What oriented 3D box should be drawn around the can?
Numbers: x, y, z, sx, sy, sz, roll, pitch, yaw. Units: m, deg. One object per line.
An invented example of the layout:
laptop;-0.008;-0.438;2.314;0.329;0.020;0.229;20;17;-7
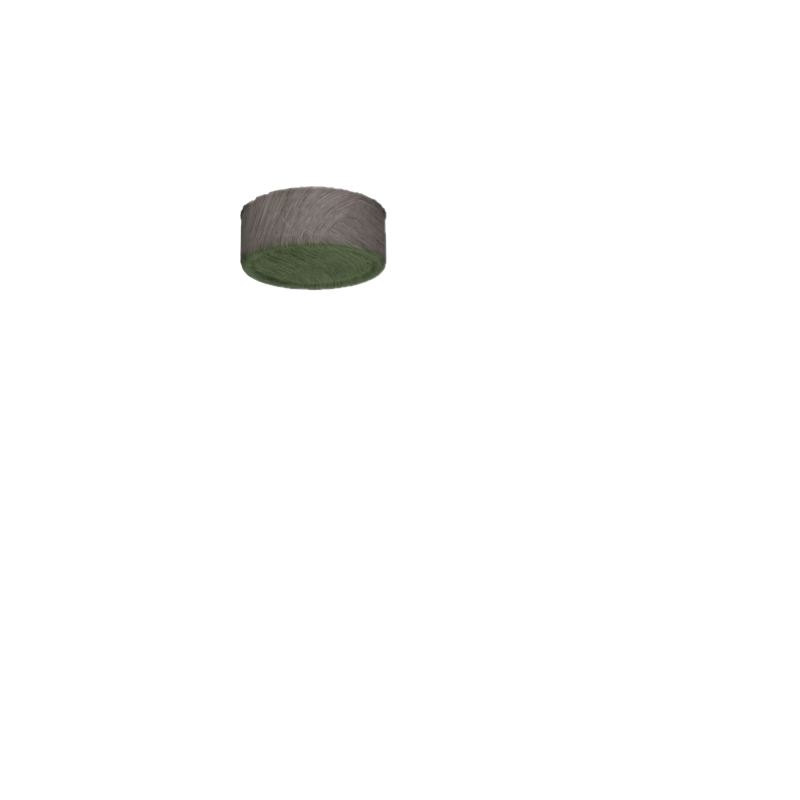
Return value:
can;-0.050;-0.092;0.644;0.086;0.035;0.083;0;-14;-2
